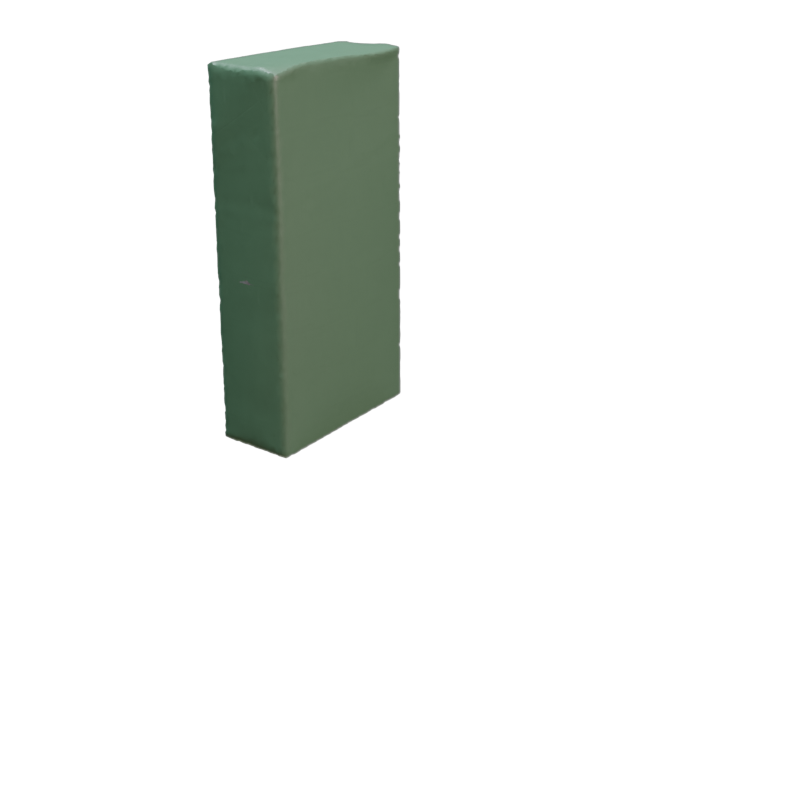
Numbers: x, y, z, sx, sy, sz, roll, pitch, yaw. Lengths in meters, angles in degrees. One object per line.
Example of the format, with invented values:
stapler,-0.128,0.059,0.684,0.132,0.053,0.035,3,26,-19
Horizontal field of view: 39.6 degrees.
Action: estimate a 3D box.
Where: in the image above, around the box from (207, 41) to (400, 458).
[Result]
box,-0.040,-0.074,0.516,0.051,0.169,0.093,15,25,33
